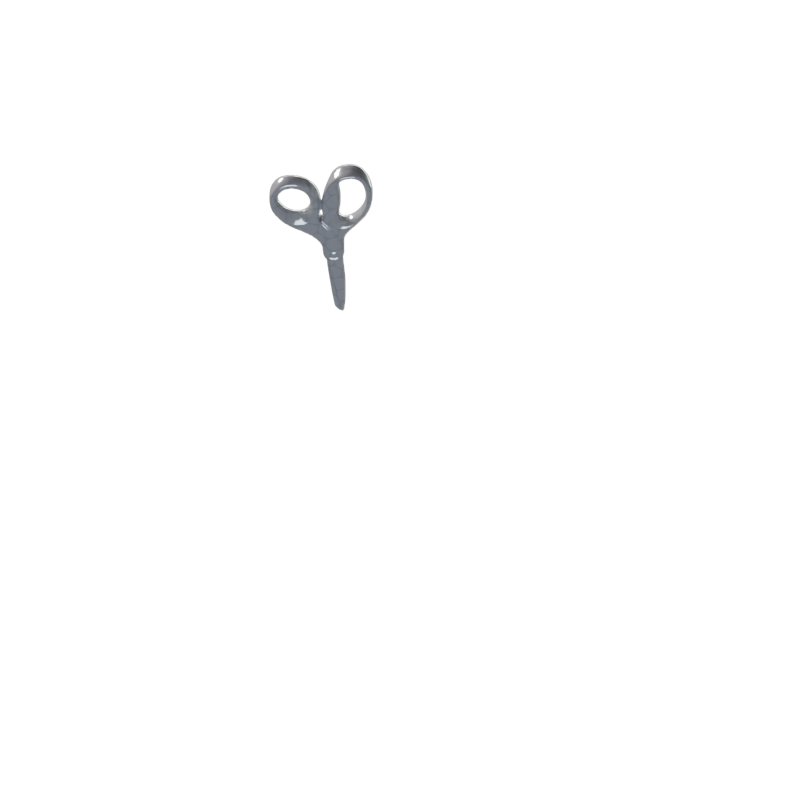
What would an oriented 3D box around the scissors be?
[{"bbox_3d":[-0.077,-0.141,0.986,0.095,0.017,0.192,7,-33,-12],"label":"scissors"}]
